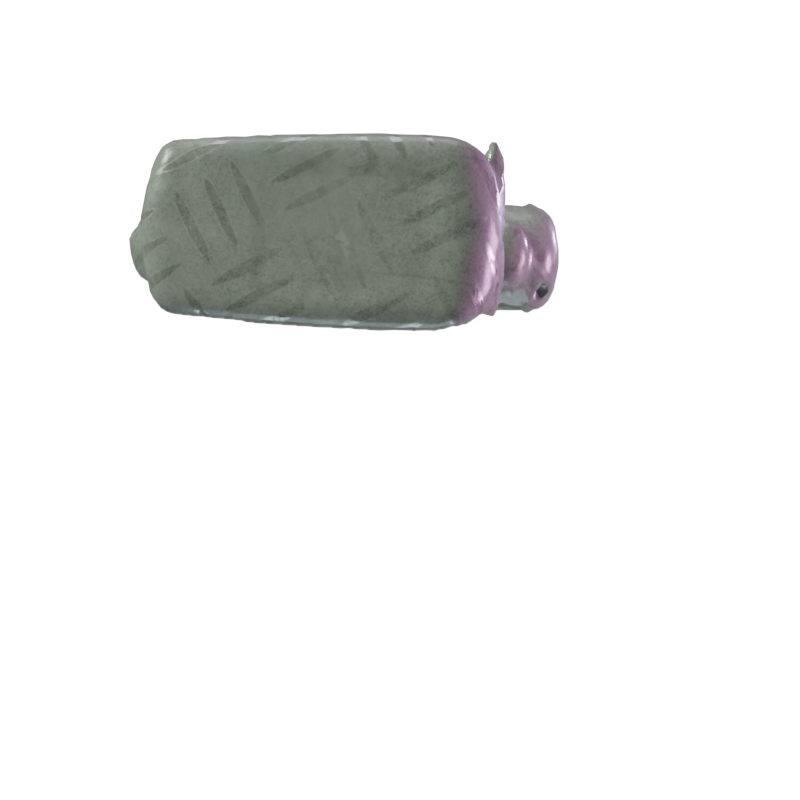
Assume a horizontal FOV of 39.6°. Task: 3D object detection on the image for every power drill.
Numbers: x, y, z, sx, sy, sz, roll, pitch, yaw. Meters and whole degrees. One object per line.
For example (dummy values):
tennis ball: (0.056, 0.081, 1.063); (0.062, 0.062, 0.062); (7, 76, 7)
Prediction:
power drill: (-0.032, -0.058, 0.409); (0.186, 0.057, 0.187); (1, 6, 7)
